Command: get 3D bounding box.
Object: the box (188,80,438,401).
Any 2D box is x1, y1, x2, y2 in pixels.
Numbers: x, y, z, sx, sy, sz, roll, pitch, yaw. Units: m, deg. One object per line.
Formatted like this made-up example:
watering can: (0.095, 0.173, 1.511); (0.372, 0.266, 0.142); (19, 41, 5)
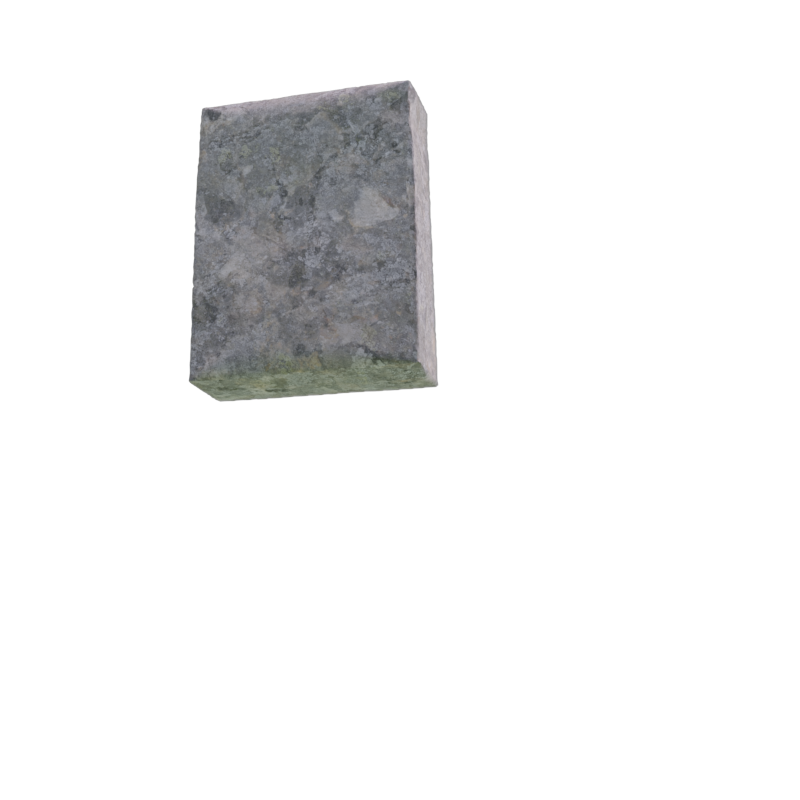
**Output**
box: (-0.062, -0.114, 0.796); (0.167, 0.224, 0.068); (-5, -20, 13)
